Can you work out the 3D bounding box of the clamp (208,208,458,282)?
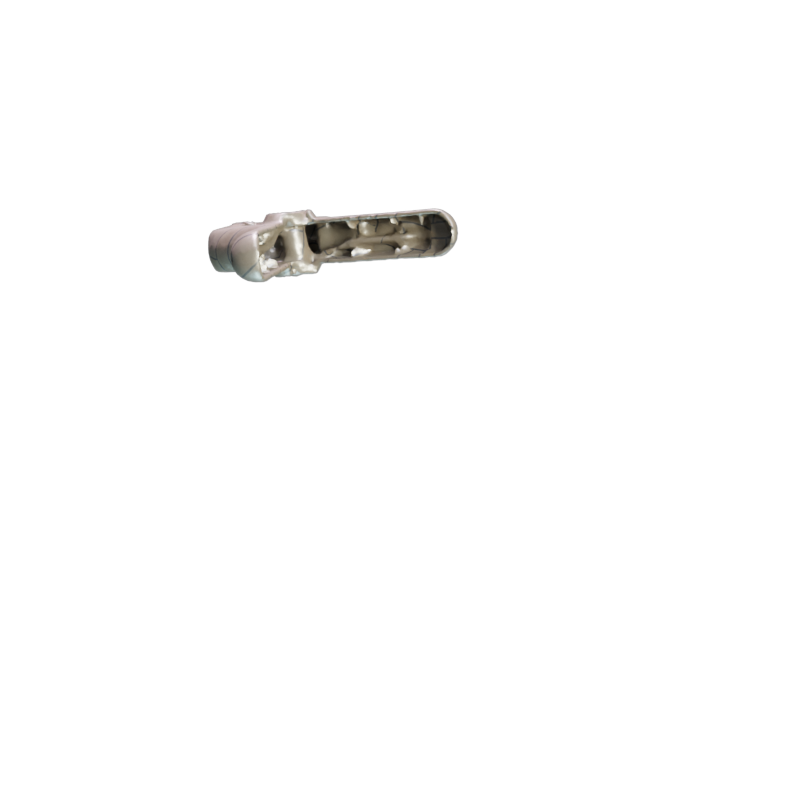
[{"bbox_3d":[-0.048,-0.087,0.611,0.118,0.038,0.178,-3,12,-18],"label":"clamp"}]
